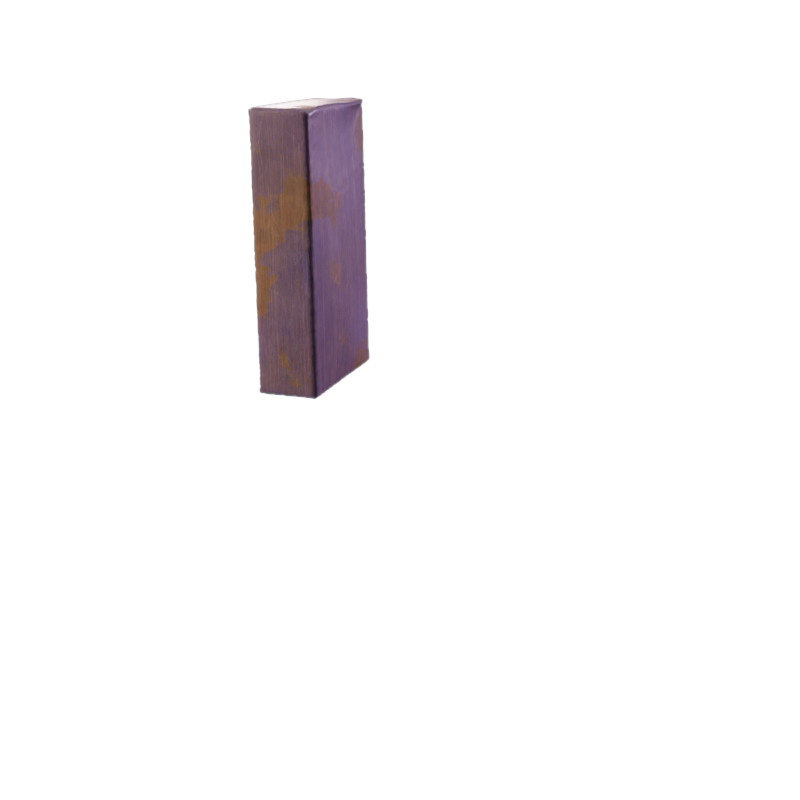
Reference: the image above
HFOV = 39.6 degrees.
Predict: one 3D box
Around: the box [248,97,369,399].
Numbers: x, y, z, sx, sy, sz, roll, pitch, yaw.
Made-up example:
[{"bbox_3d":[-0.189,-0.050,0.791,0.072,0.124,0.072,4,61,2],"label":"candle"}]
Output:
[{"bbox_3d":[-0.054,-0.100,0.698,0.049,0.171,0.093,5,15,19],"label":"box"}]
